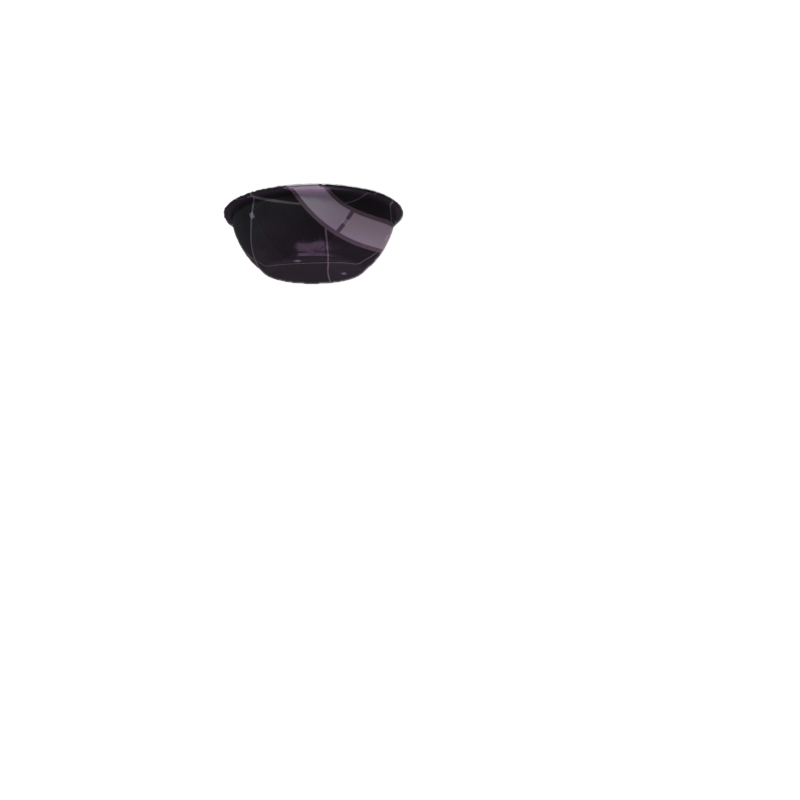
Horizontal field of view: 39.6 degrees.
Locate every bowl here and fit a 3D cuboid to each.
[{"bbox_3d":[-0.078,-0.141,0.991,0.162,0.057,0.157,0,-11,-2],"label":"bowl"}]
